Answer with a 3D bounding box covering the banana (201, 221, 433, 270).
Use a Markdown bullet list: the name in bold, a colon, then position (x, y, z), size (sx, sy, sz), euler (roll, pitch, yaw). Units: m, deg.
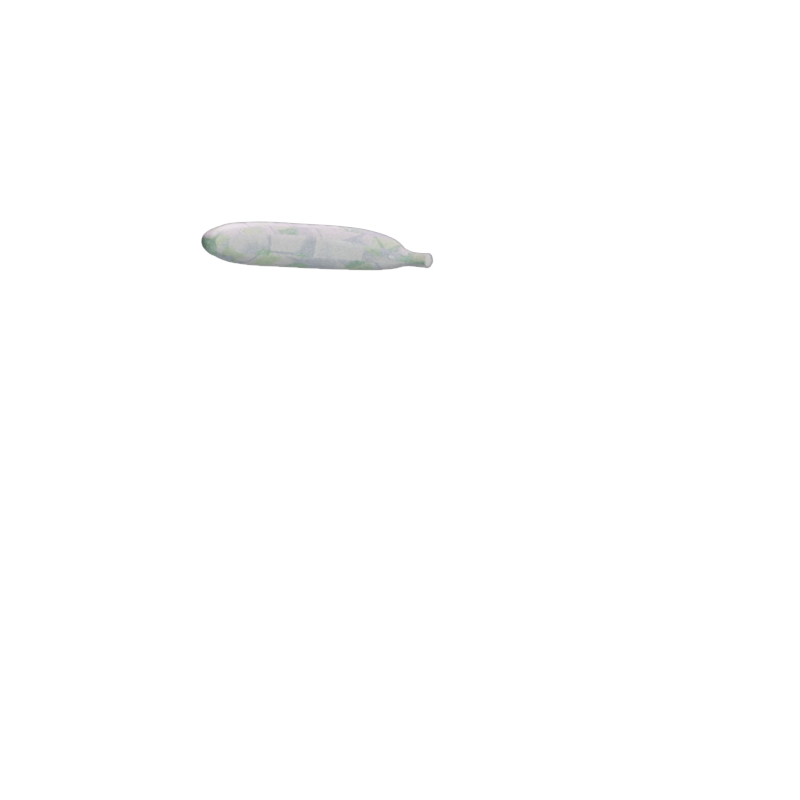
- **banana**: position (-0.074, -0.126, 0.899), size (0.192, 0.037, 0.071), euler (-1, 0, -25)
